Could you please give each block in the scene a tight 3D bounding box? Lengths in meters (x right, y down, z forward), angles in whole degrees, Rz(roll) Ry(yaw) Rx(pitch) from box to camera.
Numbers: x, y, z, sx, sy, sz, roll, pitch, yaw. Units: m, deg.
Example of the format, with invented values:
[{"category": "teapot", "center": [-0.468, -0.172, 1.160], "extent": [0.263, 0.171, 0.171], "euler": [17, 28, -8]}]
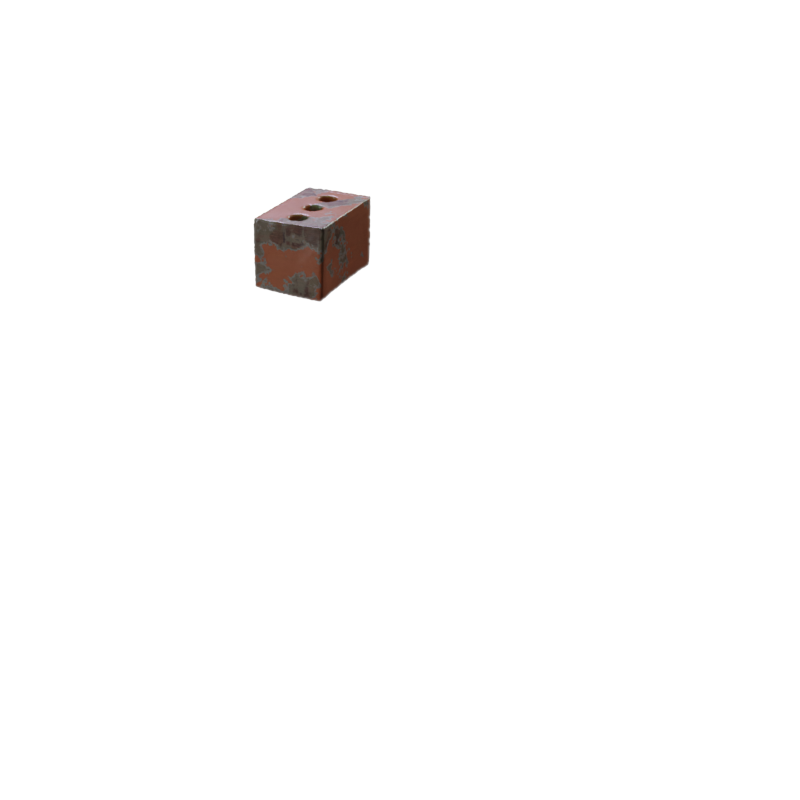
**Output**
[{"category": "block", "center": [-0.060, -0.109, 0.762], "extent": [0.055, 0.049, 0.079], "euler": [11, 28, 21]}]
